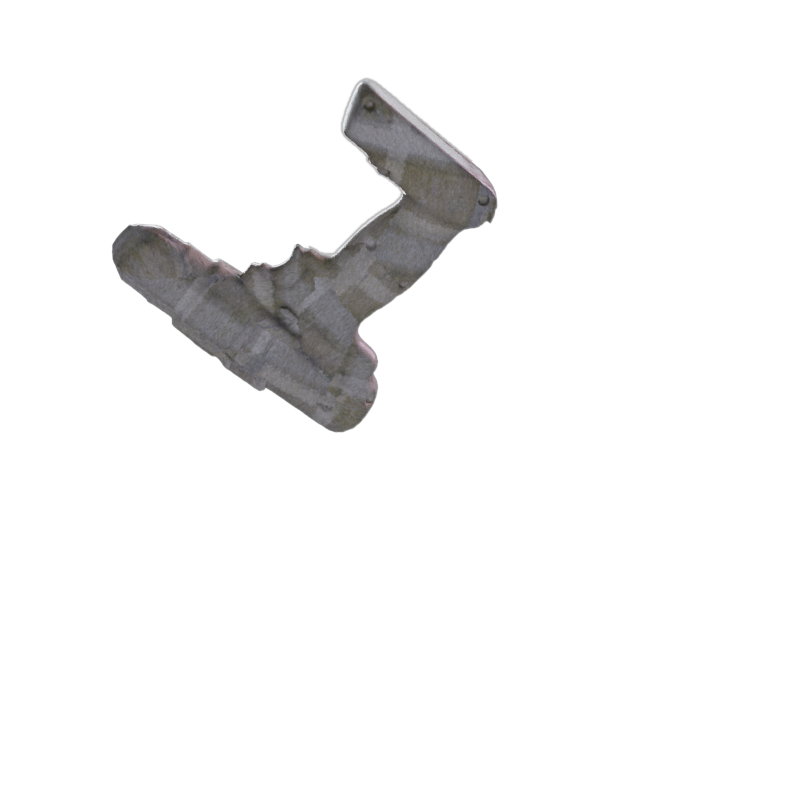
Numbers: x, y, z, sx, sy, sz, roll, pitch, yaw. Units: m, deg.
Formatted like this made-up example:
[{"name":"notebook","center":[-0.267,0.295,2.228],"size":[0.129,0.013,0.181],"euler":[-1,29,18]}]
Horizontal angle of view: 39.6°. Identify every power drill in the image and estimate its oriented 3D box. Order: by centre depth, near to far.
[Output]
[{"name":"power drill","center":[-0.051,-0.093,0.650],"size":[0.178,0.185,0.060],"euler":[37,17,-14]}]
